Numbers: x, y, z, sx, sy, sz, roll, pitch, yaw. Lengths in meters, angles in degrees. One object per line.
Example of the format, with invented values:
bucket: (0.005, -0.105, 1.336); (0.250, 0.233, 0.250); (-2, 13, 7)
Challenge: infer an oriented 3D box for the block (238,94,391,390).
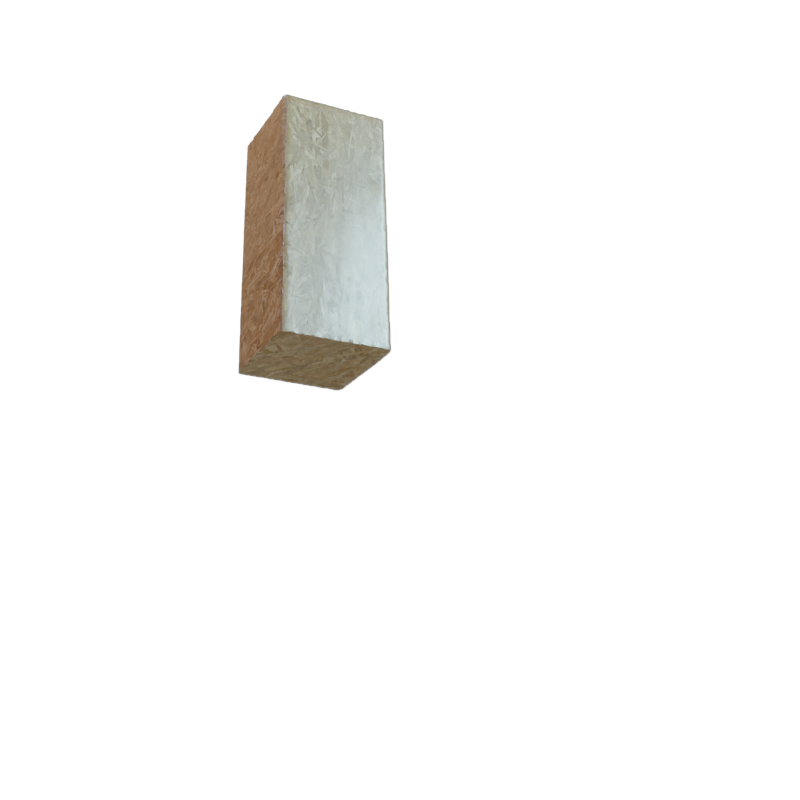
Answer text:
block: (-0.069, -0.125, 0.875); (0.087, 0.219, 0.088); (11, -29, -24)
